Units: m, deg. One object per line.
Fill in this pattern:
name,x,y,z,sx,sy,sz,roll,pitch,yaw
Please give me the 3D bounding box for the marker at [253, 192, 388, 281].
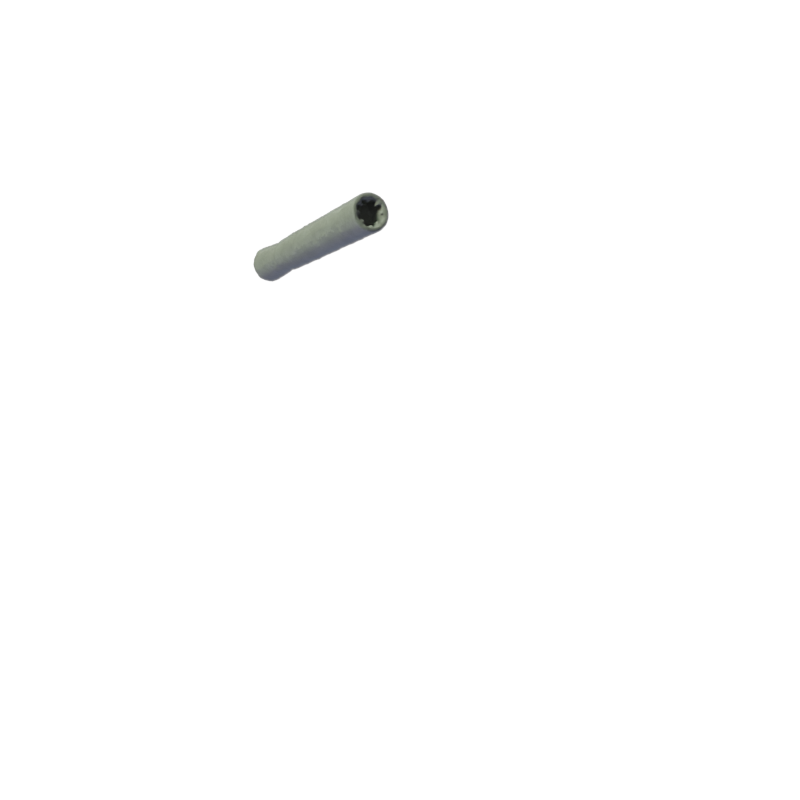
marker,-0.043,-0.078,0.547,0.019,0.020,0.122,-2,-5,-29
